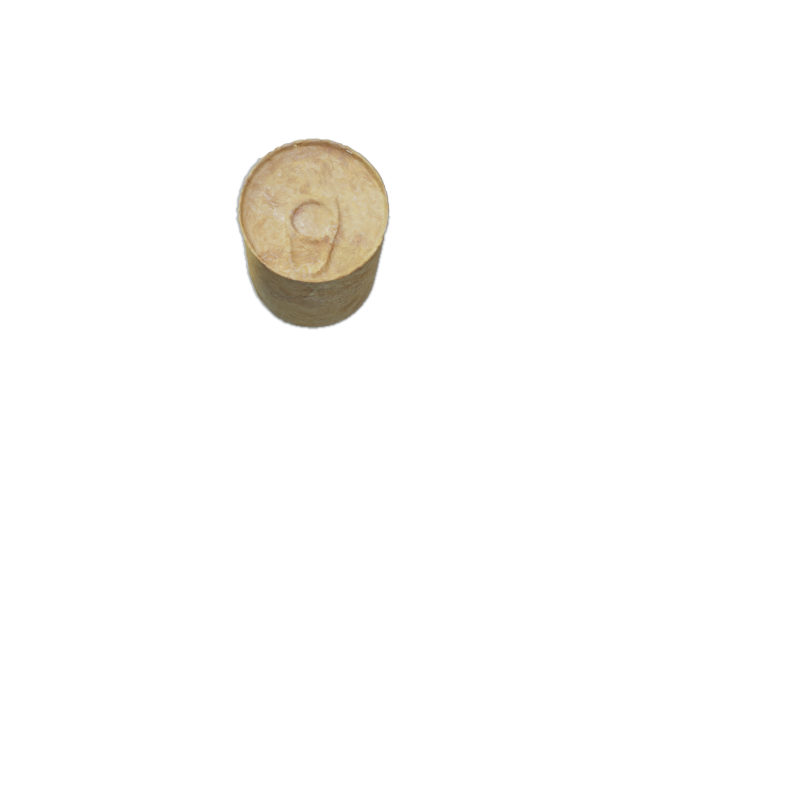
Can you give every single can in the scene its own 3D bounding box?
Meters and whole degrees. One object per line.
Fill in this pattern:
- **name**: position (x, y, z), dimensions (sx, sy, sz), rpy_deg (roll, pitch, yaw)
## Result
- **can**: position (-0.042, -0.077, 0.542), dimensions (0.068, 0.071, 0.099), rpy_deg (0, -12, -3)
